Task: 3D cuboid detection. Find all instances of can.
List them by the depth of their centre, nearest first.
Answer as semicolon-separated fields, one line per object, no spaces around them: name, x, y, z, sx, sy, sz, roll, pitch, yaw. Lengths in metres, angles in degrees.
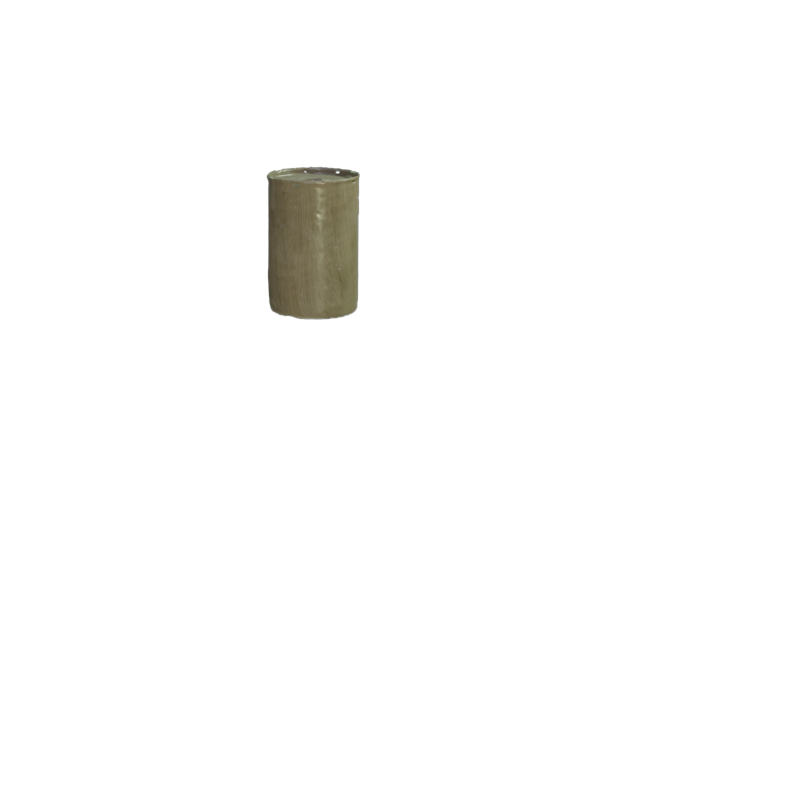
can;-0.064;-0.117;0.818;0.068;0.099;0.071;0;15;-2
